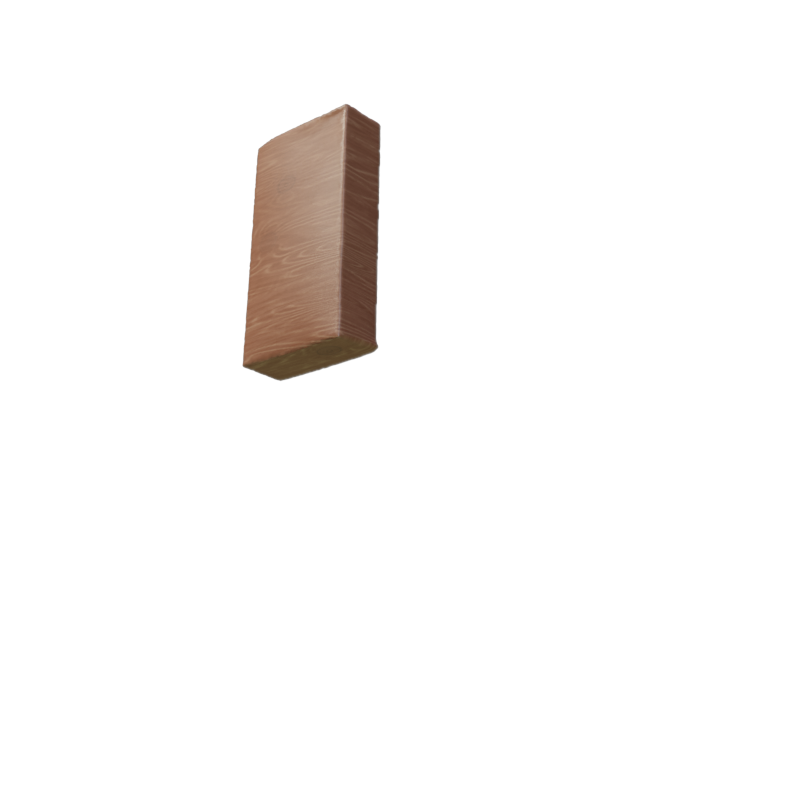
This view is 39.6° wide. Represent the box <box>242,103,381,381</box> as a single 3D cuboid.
[{"bbox_3d":[-0.061,-0.110,0.772,0.094,0.186,0.045,-19,-29,36],"label":"box"}]
